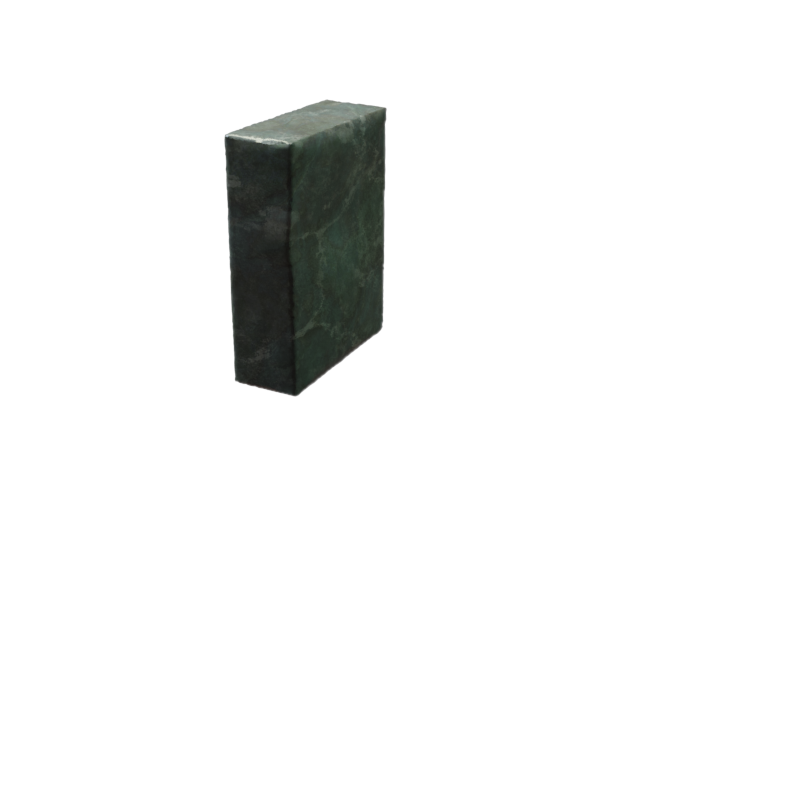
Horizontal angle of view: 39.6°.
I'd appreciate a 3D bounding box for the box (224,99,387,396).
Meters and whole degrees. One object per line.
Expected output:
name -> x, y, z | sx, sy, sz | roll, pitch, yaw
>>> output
box -> -0.074, -0.135, 0.944 | 0.075, 0.204, 0.165 | 11, 24, 24
